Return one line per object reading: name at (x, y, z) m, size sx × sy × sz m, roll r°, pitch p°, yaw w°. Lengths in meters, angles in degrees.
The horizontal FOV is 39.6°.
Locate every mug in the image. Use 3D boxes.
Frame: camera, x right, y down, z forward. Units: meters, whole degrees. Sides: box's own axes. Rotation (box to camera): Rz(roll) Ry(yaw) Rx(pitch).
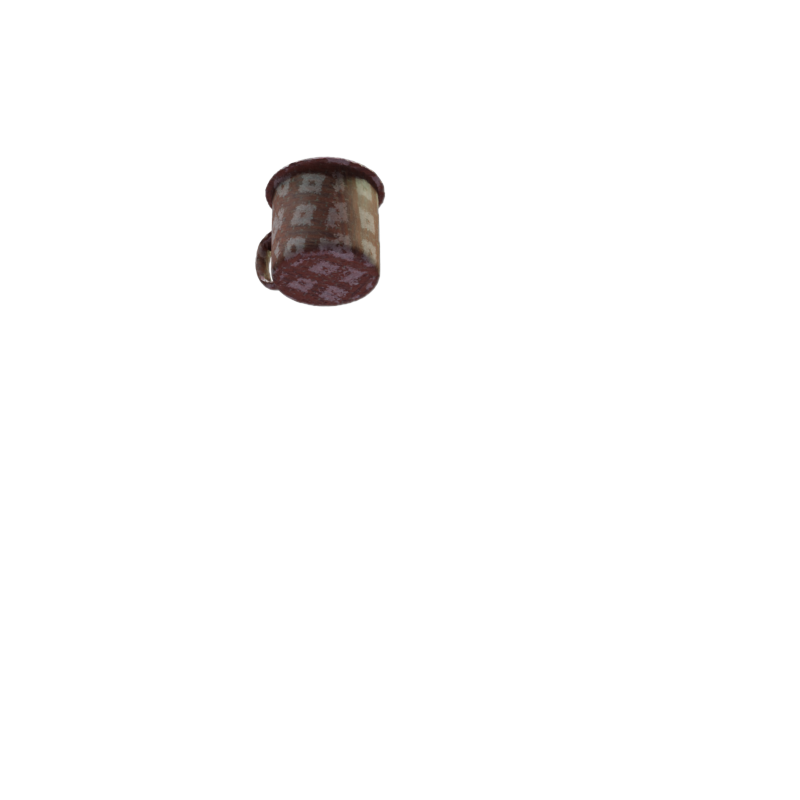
mug at (-0.066, -0.121, 0.846) m, size 0.118 × 0.087 × 0.087 m, roll -21°, pitch -35°, yaw 32°
